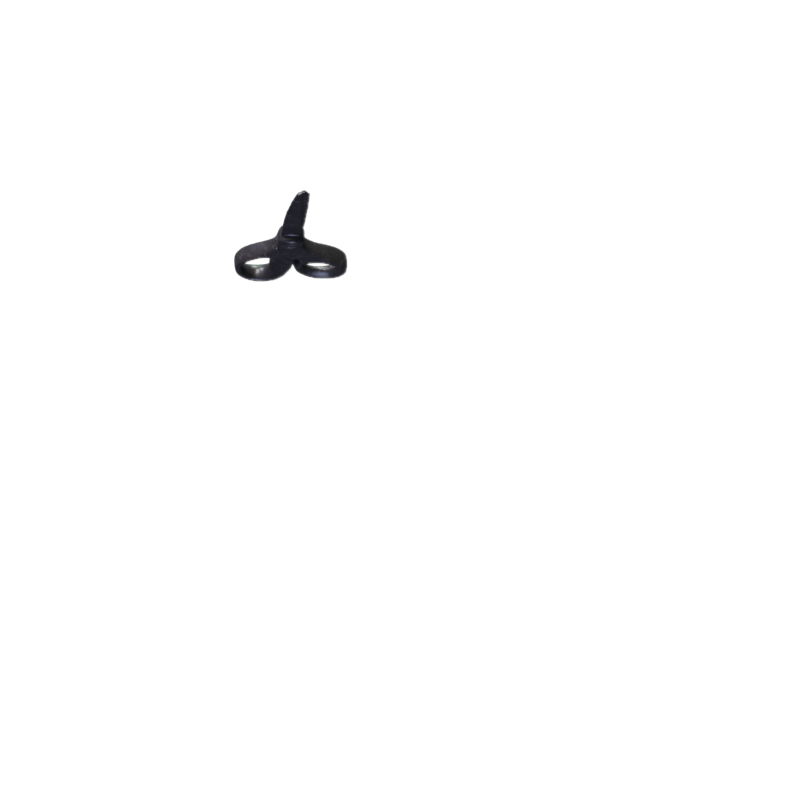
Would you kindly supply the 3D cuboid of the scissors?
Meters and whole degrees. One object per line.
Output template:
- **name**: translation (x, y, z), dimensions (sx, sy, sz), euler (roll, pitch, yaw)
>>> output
- **scissors**: translation (-0.063, -0.115, 0.803), dimensions (0.093, 0.016, 0.202), euler (4, -9, -24)
